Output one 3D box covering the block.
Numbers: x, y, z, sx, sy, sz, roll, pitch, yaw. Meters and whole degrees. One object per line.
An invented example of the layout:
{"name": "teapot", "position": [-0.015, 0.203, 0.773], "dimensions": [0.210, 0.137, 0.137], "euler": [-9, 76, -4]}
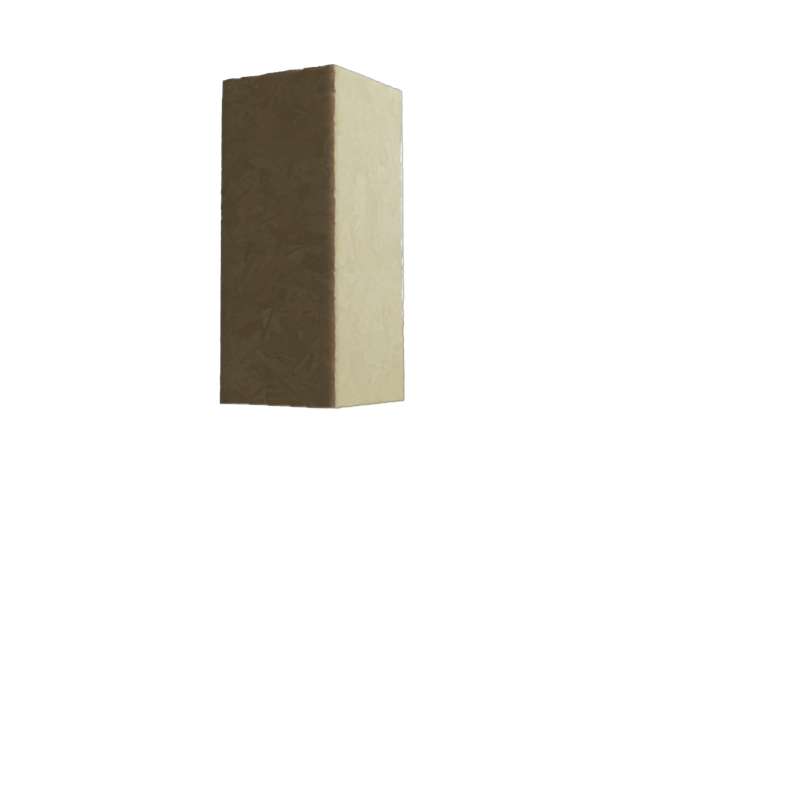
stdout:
{"name": "block", "position": [-0.057, -0.102, 0.717], "dimensions": [0.093, 0.208, 0.087], "euler": [-2, -4, 30]}
